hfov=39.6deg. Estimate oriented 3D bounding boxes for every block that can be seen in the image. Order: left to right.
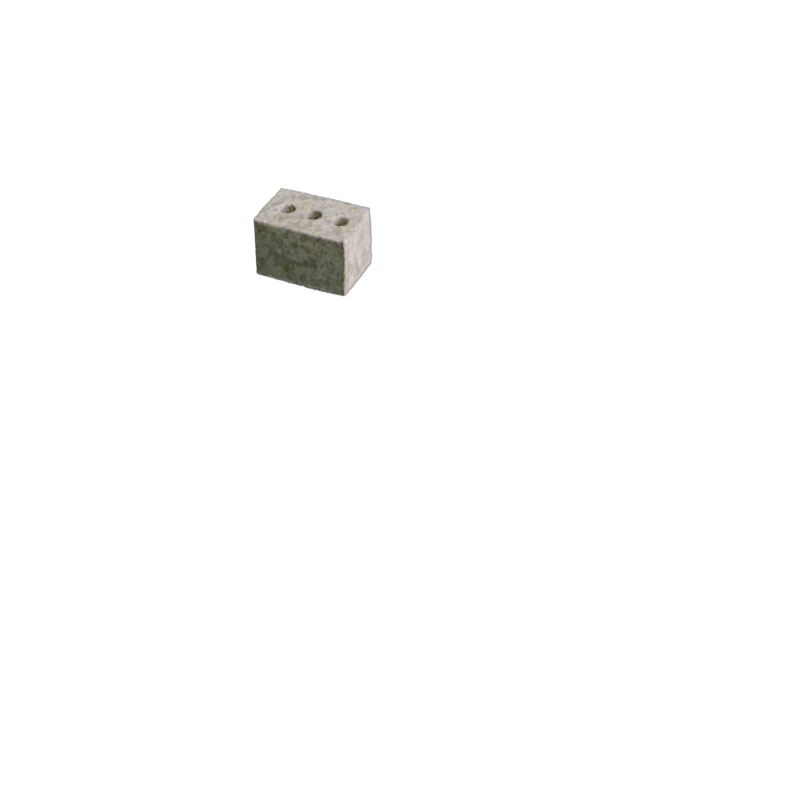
[{"bbox_3d":[-0.066,-0.121,0.847,0.081,0.048,0.054,15,39,17],"label":"block"}]
